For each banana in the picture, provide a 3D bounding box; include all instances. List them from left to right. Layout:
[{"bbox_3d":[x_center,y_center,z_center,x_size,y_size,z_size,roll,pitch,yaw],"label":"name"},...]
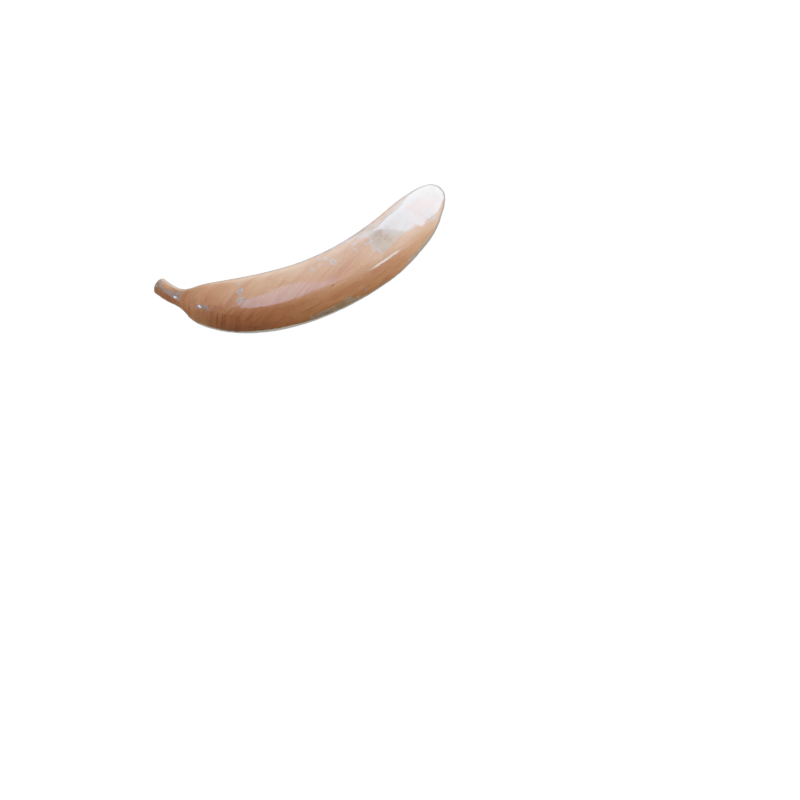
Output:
[{"bbox_3d":[-0.050,-0.083,0.687,0.196,0.075,0.034,-20,-31,-13],"label":"banana"}]
